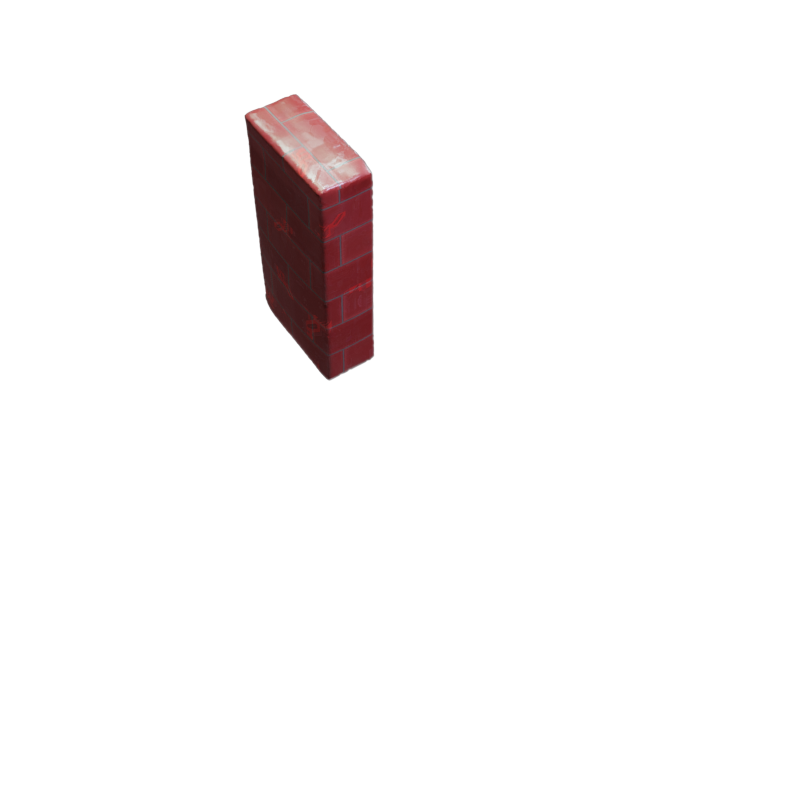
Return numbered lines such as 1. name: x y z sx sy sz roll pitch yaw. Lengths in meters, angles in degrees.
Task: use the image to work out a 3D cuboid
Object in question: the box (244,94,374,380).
1. box: -0.057 -0.105 0.733 0.048 0.164 0.101 -24 54 -23
